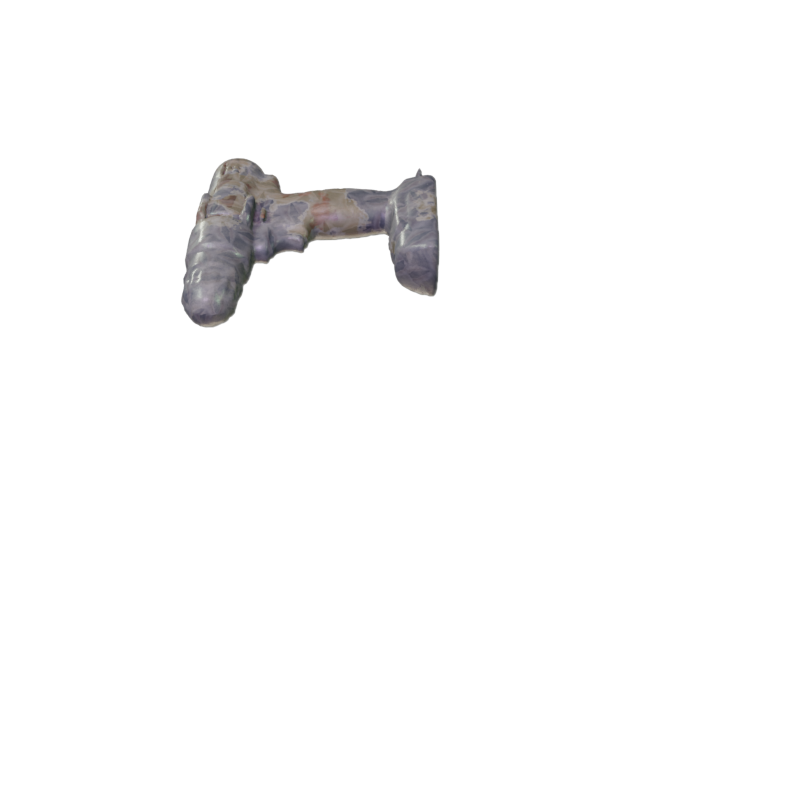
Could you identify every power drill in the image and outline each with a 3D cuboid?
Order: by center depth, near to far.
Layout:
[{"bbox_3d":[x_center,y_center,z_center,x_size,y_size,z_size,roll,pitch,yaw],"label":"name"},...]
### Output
[{"bbox_3d":[-0.065,-0.119,0.835,0.188,0.053,0.197,2,43,2],"label":"power drill"}]
